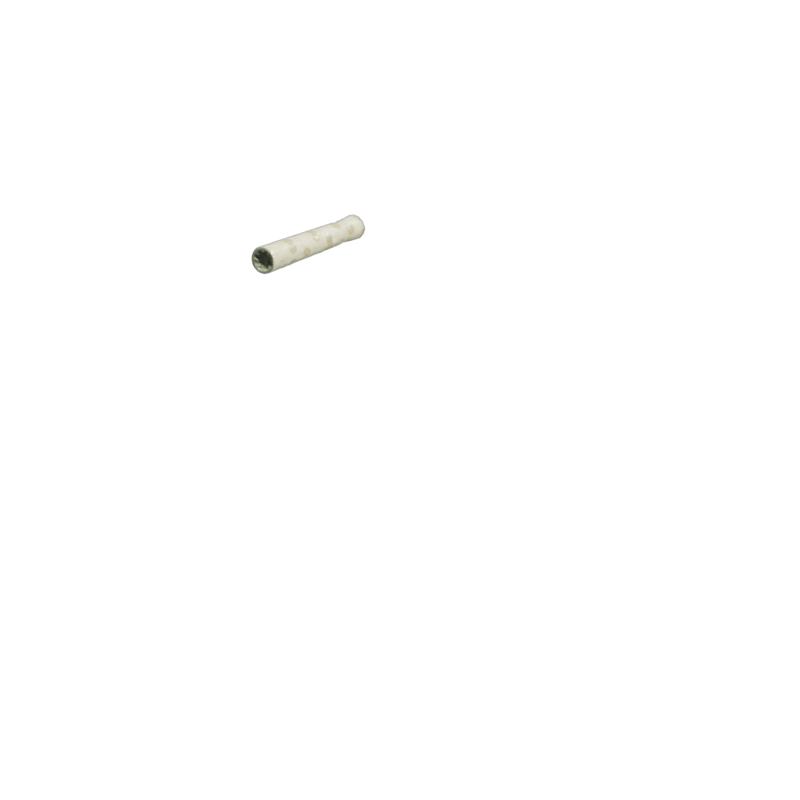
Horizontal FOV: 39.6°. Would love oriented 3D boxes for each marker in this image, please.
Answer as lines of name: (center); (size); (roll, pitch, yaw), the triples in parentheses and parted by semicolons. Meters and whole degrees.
marker: (-0.060, -0.110, 0.772); (0.020, 0.019, 0.120); (2, 19, 31)
